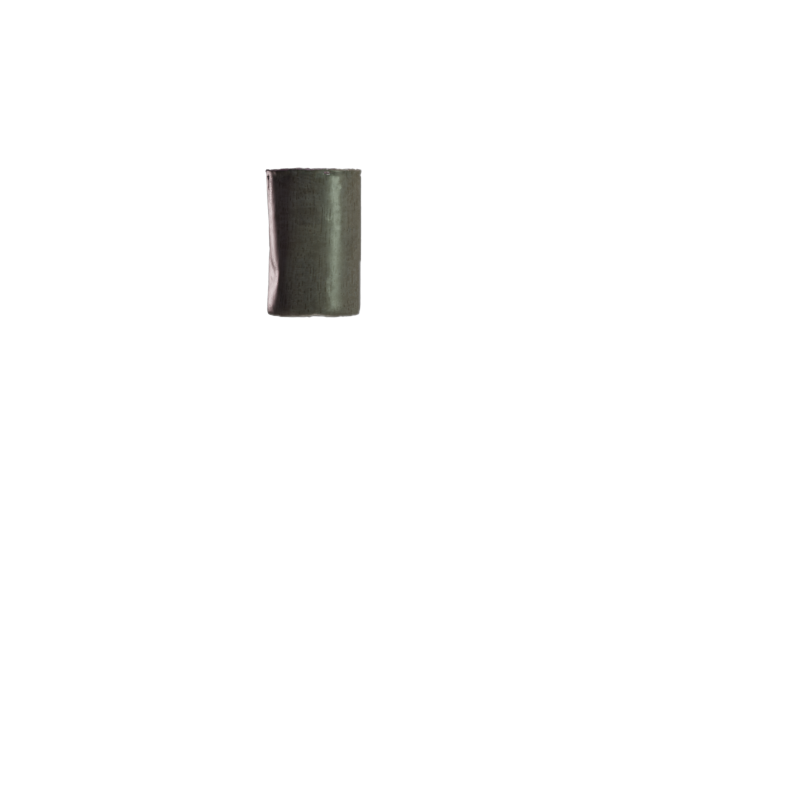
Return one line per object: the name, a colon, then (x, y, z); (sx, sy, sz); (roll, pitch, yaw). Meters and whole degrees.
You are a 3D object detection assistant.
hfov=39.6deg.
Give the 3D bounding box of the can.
can: (-0.061, -0.111, 0.780); (0.068, 0.102, 0.069); (0, 4, -2)
